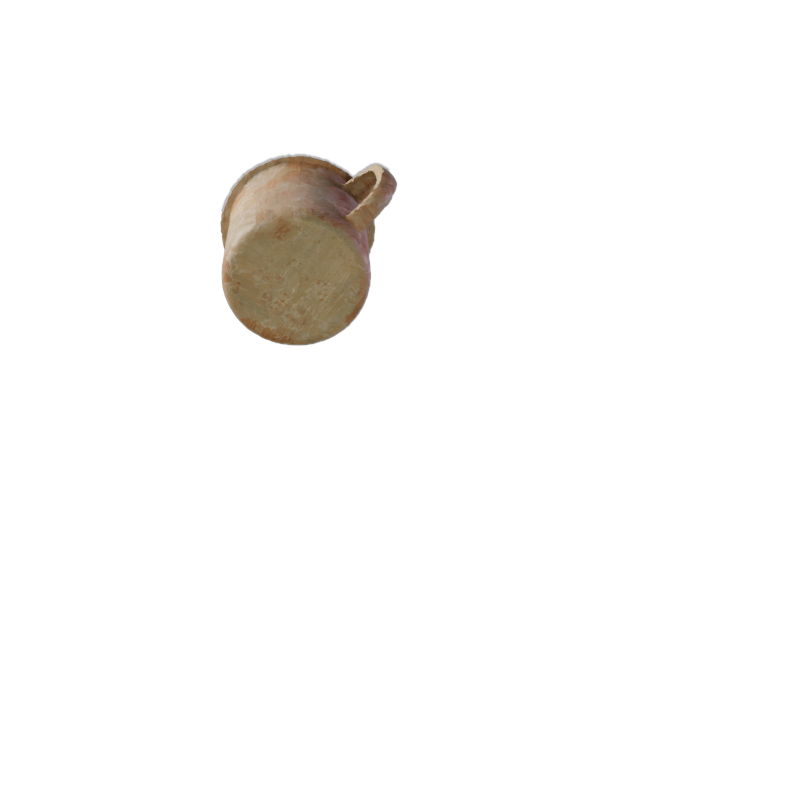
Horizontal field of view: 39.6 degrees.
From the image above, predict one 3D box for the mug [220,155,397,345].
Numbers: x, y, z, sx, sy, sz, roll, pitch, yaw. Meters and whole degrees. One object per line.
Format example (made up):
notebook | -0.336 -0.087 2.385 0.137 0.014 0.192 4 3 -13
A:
mug | -0.049 -0.090 0.629 0.116 0.089 0.086 -35 22 14
